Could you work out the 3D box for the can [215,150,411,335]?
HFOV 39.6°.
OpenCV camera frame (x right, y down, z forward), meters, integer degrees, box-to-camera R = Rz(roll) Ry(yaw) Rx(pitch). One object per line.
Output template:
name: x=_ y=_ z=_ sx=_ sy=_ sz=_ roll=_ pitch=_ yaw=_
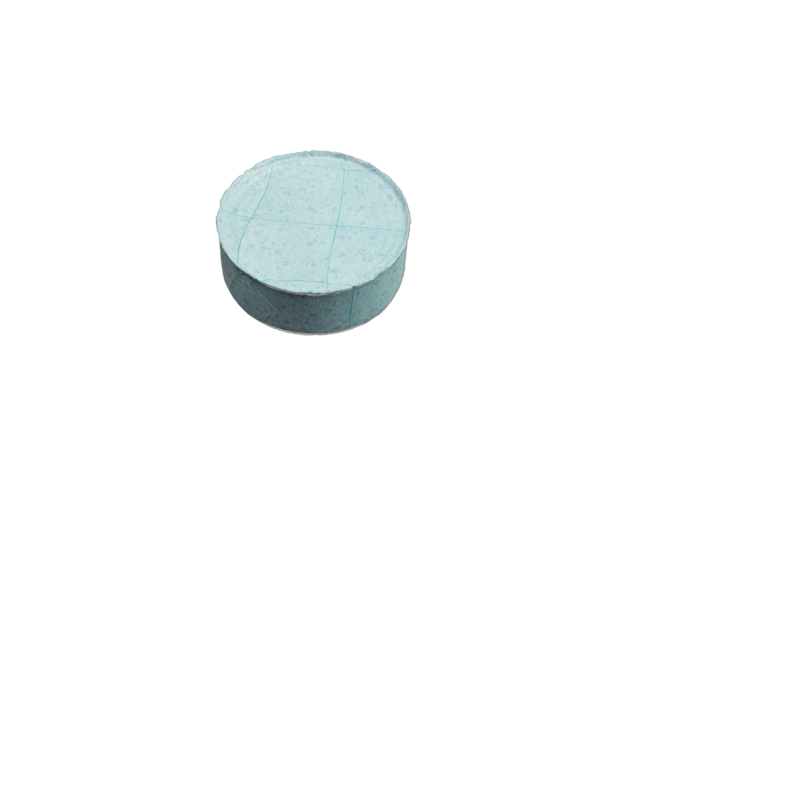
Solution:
can: x=-0.039 y=-0.071 z=0.499 sx=0.086 sy=0.092 sz=0.031 roll=-1 pitch=-38 yaw=-1
